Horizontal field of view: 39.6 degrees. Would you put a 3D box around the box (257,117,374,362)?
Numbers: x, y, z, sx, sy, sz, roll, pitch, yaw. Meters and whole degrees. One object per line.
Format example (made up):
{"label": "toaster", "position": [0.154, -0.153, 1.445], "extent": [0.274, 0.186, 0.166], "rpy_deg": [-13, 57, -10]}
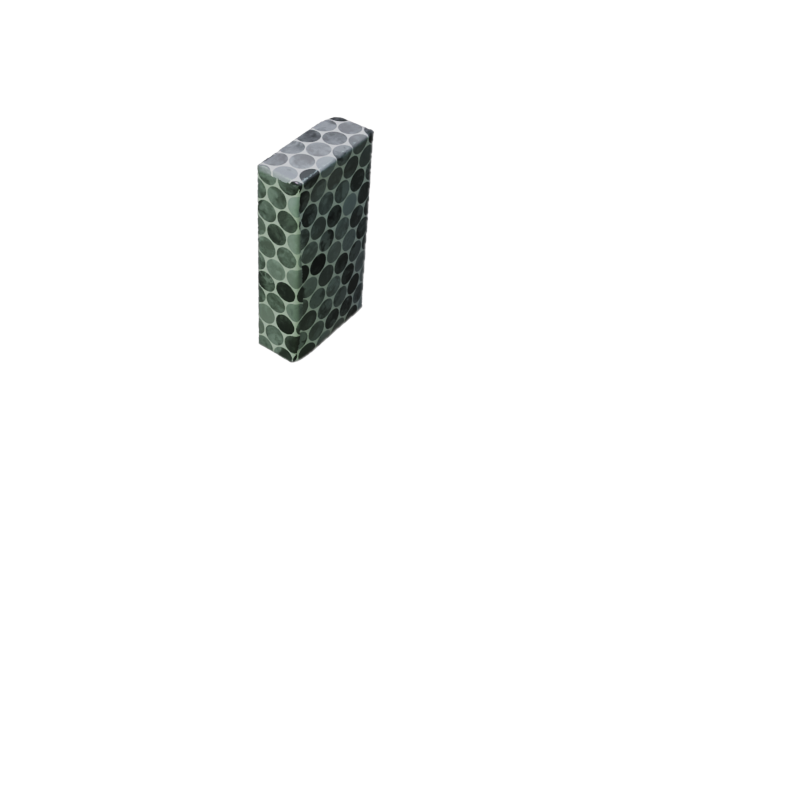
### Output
{"label": "box", "position": [-0.067, -0.122, 0.851], "extent": [0.051, 0.164, 0.095], "rpy_deg": [26, 45, 24]}
